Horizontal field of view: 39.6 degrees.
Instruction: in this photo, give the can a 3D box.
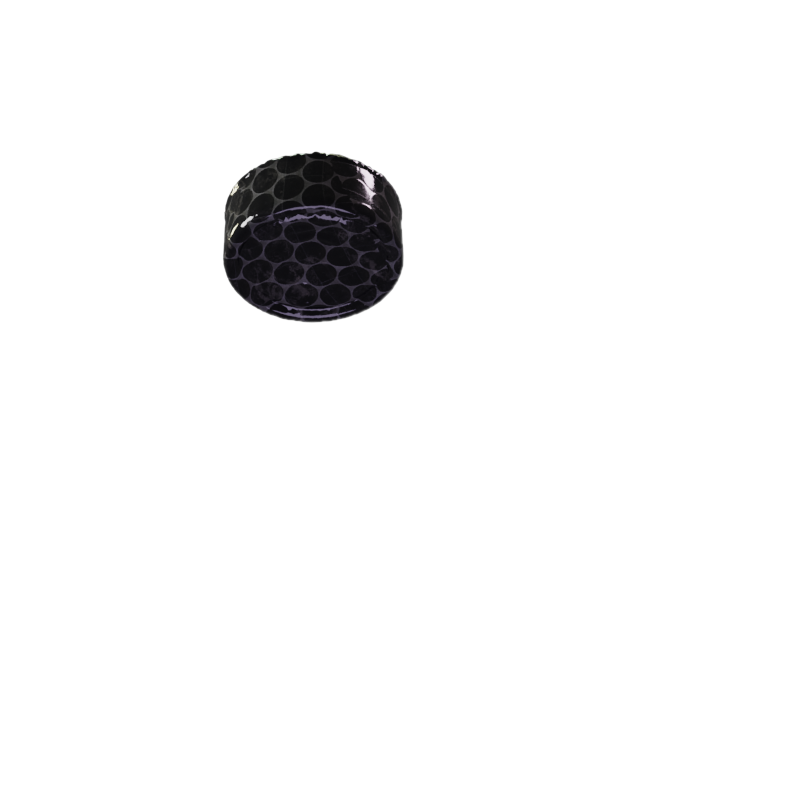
[{"bbox_3d":[-0.041,-0.075,0.525,0.086,0.036,0.080,1,-38,-2],"label":"can"}]
